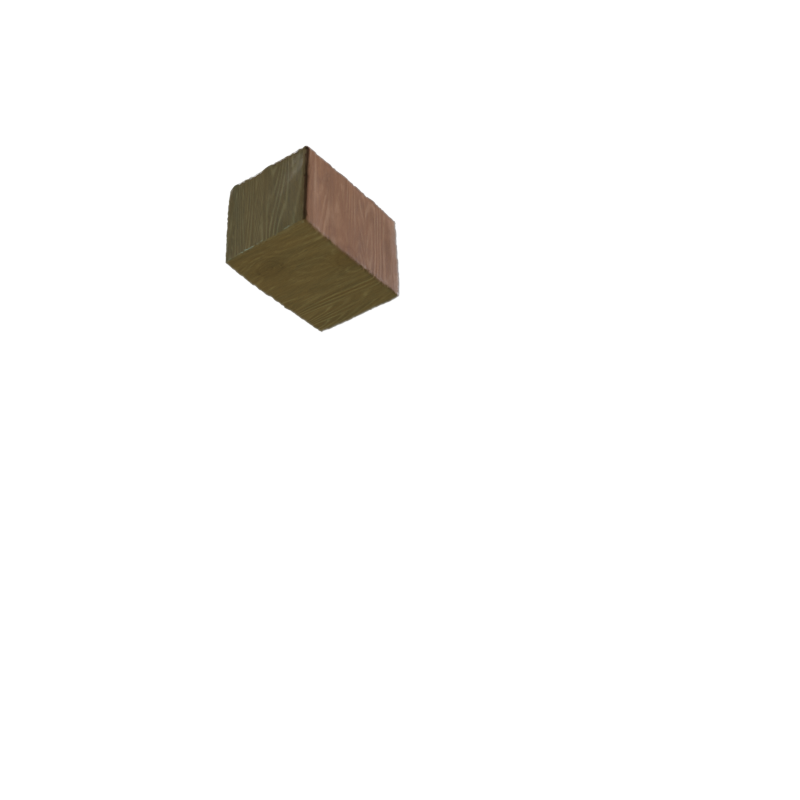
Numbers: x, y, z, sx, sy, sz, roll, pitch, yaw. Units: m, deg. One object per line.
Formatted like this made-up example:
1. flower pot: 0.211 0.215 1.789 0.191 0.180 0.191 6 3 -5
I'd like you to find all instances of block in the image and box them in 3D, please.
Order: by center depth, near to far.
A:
1. block: -0.044 -0.080 0.562 0.053 0.055 0.072 -25 -42 29
